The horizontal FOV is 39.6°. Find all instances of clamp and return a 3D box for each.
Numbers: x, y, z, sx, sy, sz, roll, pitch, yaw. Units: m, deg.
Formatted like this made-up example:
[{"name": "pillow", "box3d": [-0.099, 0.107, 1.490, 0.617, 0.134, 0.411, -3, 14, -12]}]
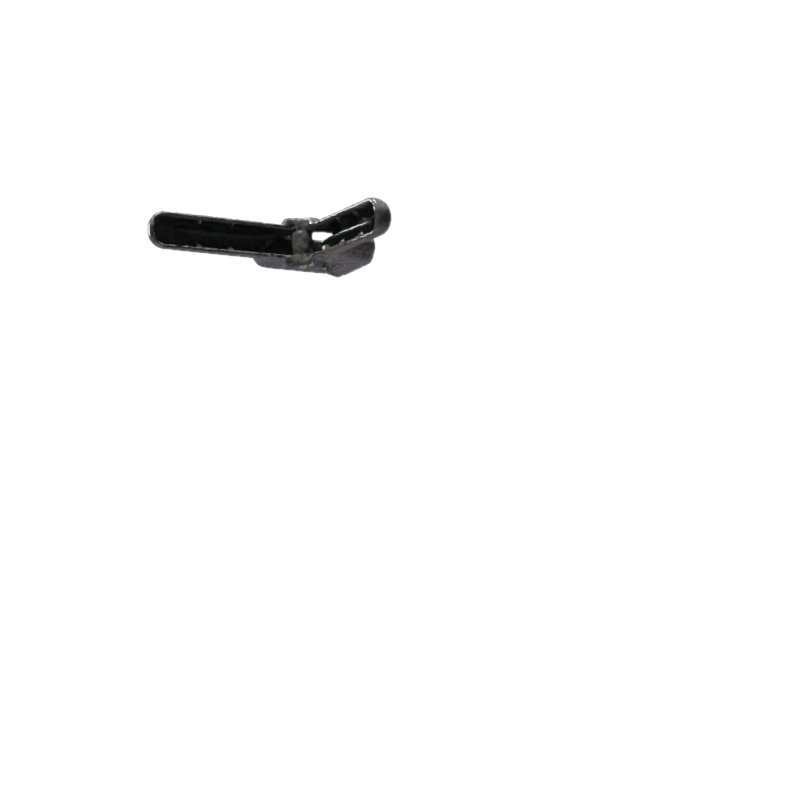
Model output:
[{"name": "clamp", "box3d": [-0.063, -0.115, 0.803, 0.168, 0.037, 0.203, 0, -1, 19]}]
